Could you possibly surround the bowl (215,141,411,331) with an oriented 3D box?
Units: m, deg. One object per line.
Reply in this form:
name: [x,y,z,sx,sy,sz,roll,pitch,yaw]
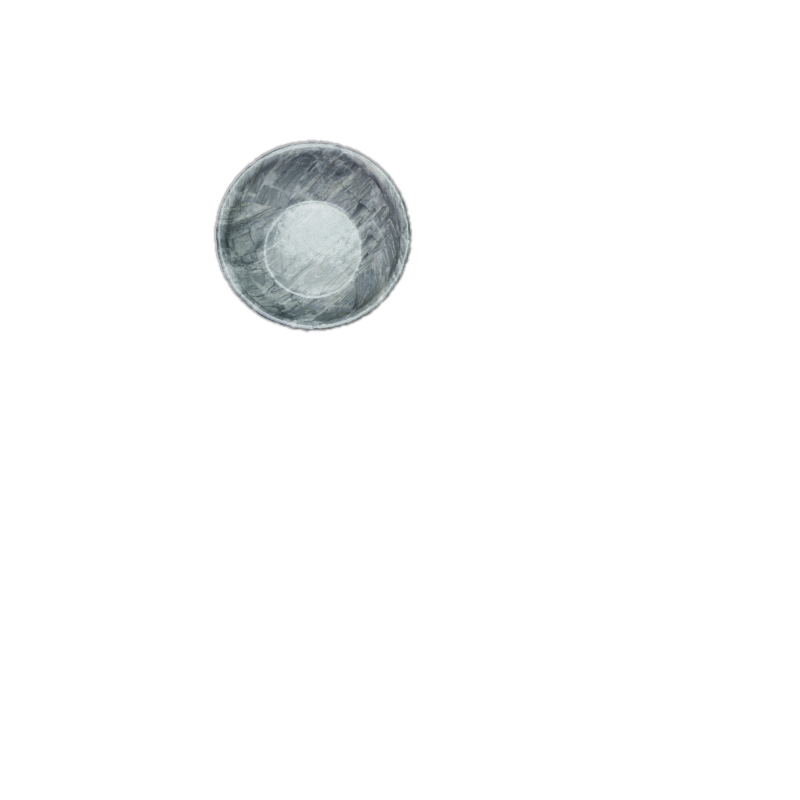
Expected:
bowl: [-0.073,-0.134,0.936,0.162,0.168,0.053,0,-14,-1]
